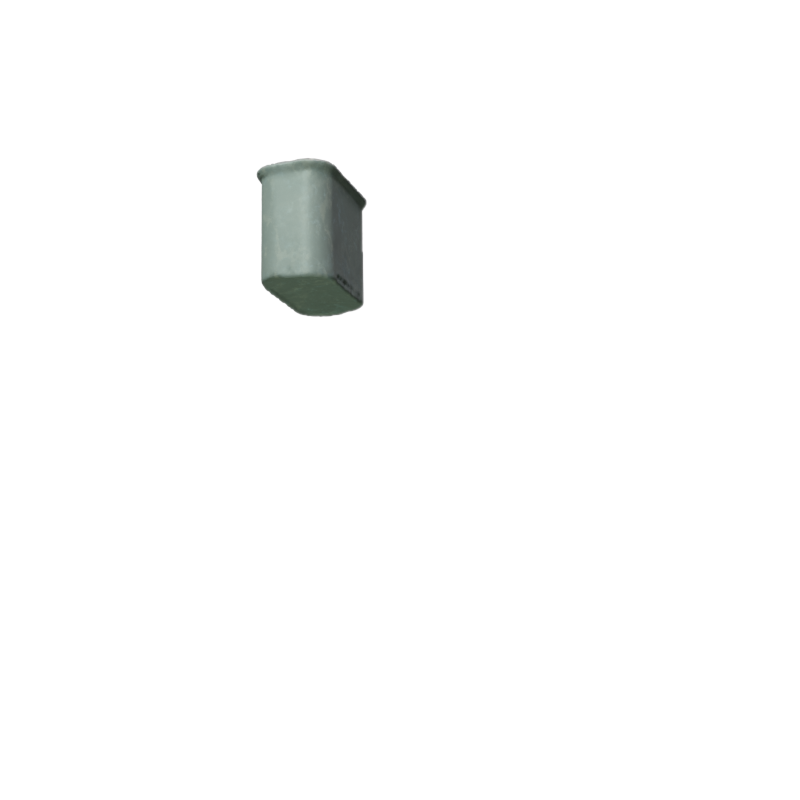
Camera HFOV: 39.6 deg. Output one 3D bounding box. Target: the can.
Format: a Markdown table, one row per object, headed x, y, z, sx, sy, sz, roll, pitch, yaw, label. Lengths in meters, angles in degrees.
| x | y | z | sx | sy | sz | roll | pitch | yaw | label |
| --- | --- | --- | --- | --- | --- | --- | --- | --- | --- |
| -0.062 | -0.112 | 0.786 | 0.058 | 0.087 | 0.096 | -7 | -17 | 17 | can |
